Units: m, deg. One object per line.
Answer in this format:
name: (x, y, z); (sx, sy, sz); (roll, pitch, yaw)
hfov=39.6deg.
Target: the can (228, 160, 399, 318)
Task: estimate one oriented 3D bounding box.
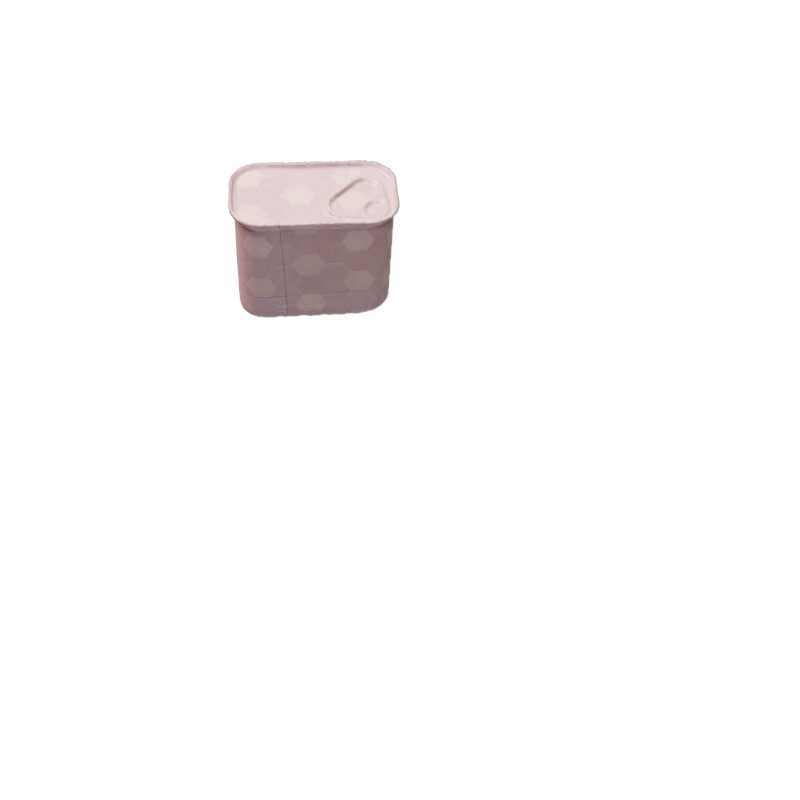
can: (-0.054, -0.099, 0.692); (0.101, 0.062, 0.078); (-2, -42, -3)
